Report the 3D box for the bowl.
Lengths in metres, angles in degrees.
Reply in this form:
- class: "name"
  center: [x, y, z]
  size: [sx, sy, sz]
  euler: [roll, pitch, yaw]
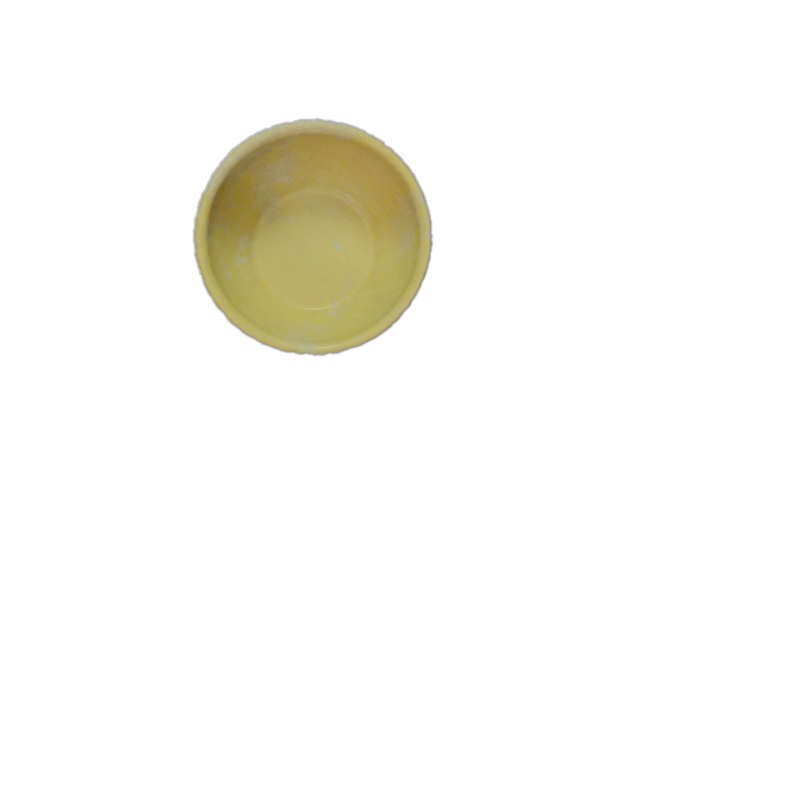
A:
- class: "bowl"
  center: [-0.061, -0.111, 0.776]
  size: [0.162, 0.166, 0.054]
  euler: [0, -9, -1]
